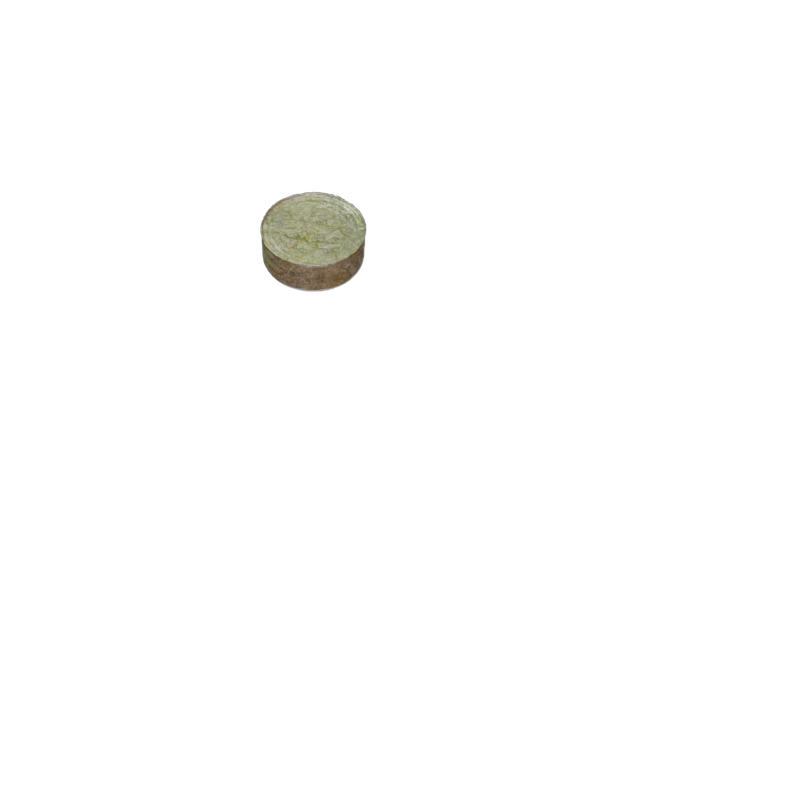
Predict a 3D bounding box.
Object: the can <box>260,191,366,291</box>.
[{"bbox_3d":[-0.071,-0.129,0.905,0.086,0.092,0.031,-1,-41,-1],"label":"can"}]
